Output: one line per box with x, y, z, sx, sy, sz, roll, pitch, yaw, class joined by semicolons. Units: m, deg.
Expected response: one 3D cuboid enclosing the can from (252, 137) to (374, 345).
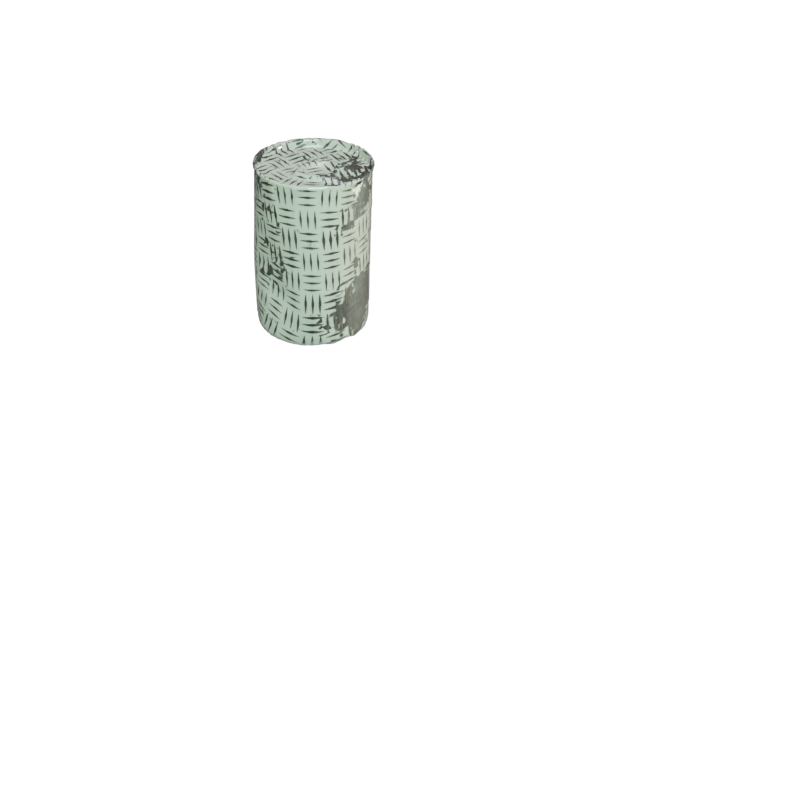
-0.050;-0.091;0.639;0.068;0.096;0.073;0;31;-3;can
